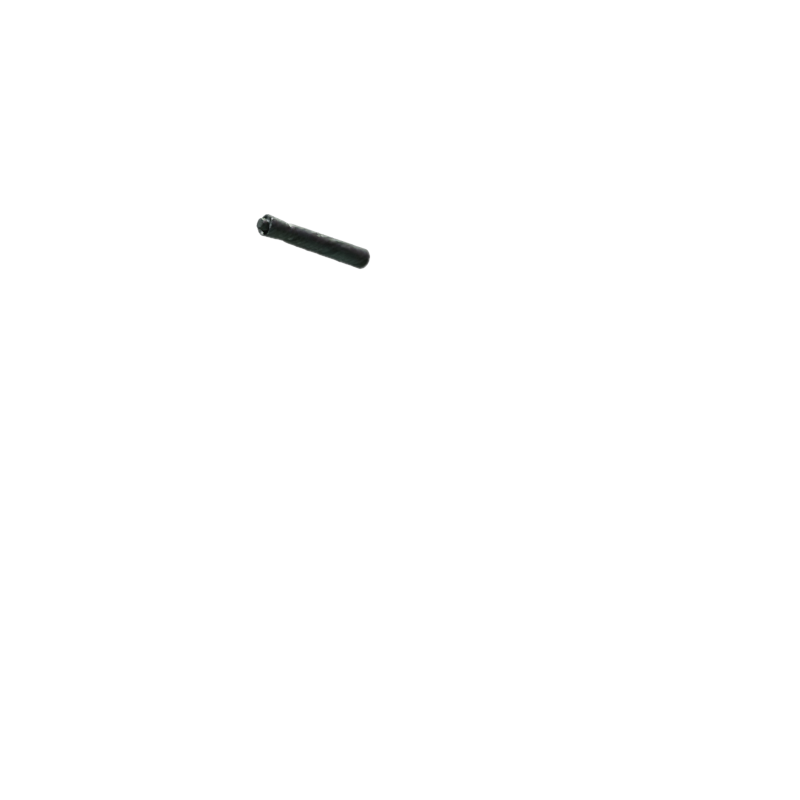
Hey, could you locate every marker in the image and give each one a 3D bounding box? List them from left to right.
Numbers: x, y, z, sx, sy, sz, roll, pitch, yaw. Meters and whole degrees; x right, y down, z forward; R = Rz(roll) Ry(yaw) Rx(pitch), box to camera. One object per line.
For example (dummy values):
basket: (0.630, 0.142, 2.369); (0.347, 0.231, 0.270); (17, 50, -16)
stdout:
marker: (-0.074, -0.136, 0.951); (0.114, 0.020, 0.021); (14, -6, -42)
